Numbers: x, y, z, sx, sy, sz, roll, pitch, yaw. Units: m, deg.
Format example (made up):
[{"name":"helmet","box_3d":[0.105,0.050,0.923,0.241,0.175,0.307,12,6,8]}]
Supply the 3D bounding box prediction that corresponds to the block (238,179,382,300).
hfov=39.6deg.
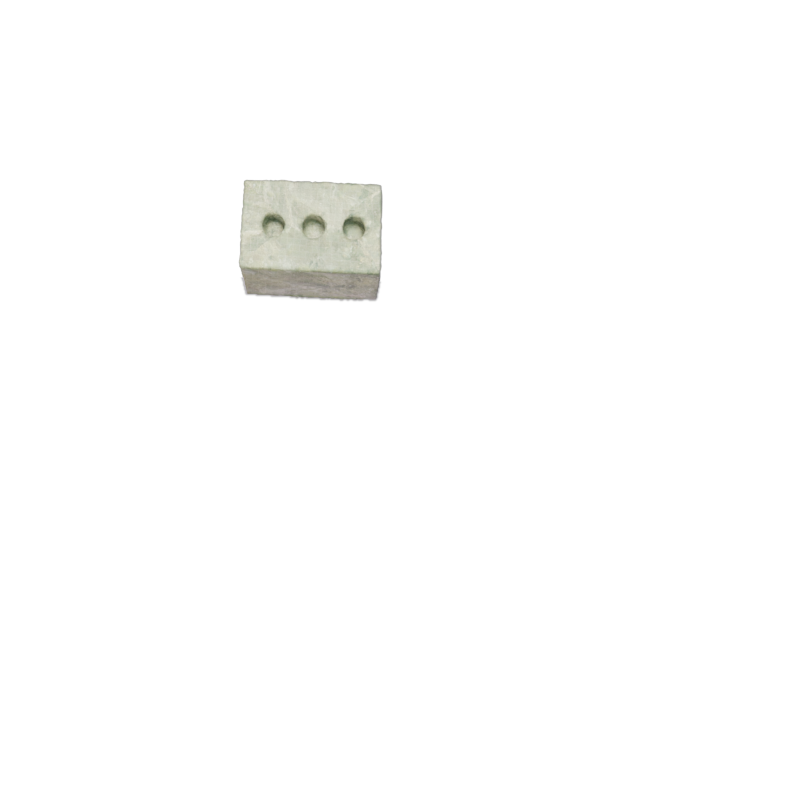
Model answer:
[{"name":"block","box_3d":[-0.048,-0.088,0.619,0.078,0.055,0.049,2,-17,-1]}]
